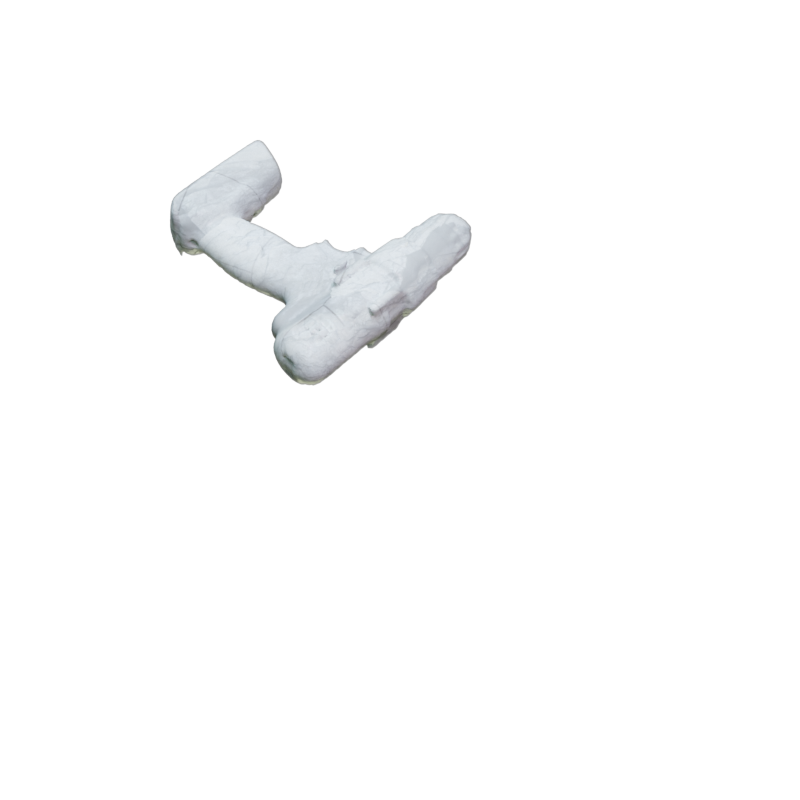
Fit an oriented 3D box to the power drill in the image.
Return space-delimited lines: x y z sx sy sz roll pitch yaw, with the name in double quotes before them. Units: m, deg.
"power drill" -0.065 -0.118 0.827 0.199 0.053 0.186 36 59 26
